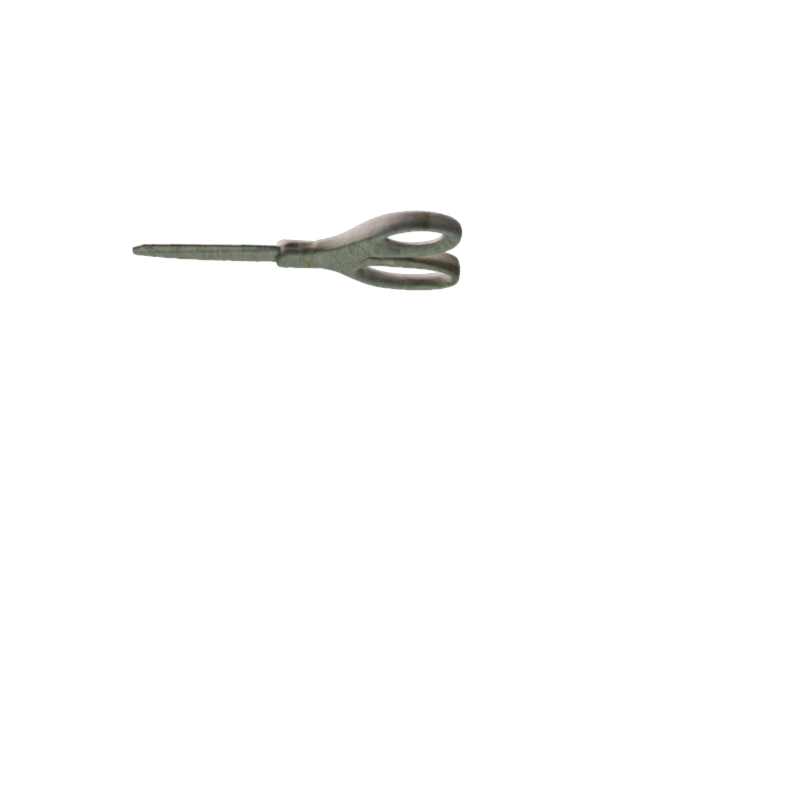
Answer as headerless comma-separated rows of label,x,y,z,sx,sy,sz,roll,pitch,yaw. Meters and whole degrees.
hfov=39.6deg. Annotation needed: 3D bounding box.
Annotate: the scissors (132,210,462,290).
scissors,-0.052,-0.094,0.662,0.196,0.017,0.094,7,-22,-17
